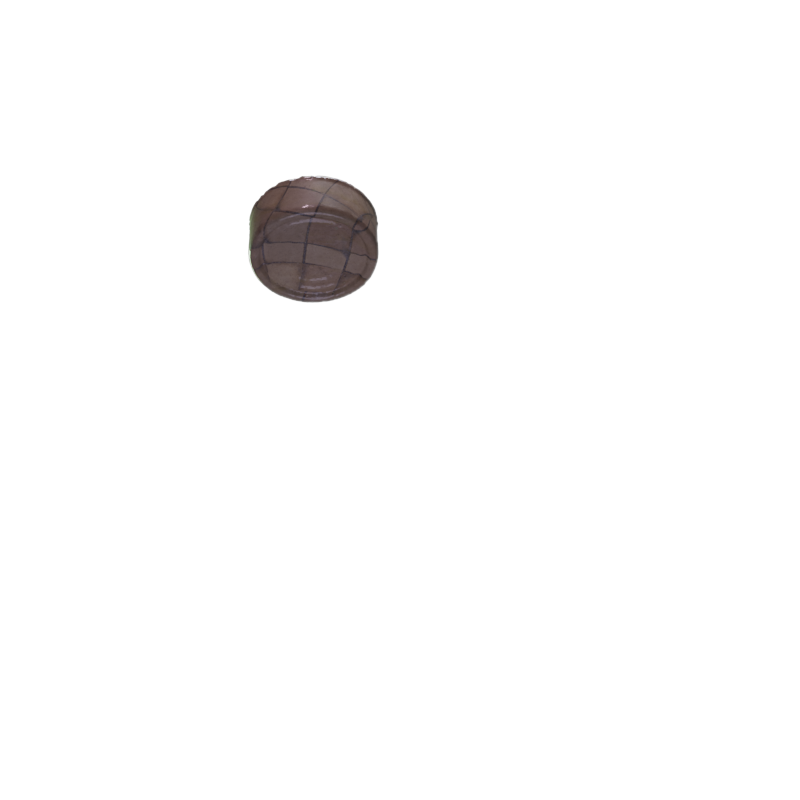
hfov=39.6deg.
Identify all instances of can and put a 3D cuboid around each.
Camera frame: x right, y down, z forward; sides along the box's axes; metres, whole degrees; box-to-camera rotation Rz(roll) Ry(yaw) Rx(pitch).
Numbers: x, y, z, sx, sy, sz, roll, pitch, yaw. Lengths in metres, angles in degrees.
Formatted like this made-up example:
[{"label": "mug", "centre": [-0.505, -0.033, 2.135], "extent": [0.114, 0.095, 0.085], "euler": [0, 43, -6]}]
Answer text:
[{"label": "can", "centre": [-0.057, -0.104, 0.726], "extent": [0.086, 0.036, 0.080], "euler": [1, -43, -1]}]
